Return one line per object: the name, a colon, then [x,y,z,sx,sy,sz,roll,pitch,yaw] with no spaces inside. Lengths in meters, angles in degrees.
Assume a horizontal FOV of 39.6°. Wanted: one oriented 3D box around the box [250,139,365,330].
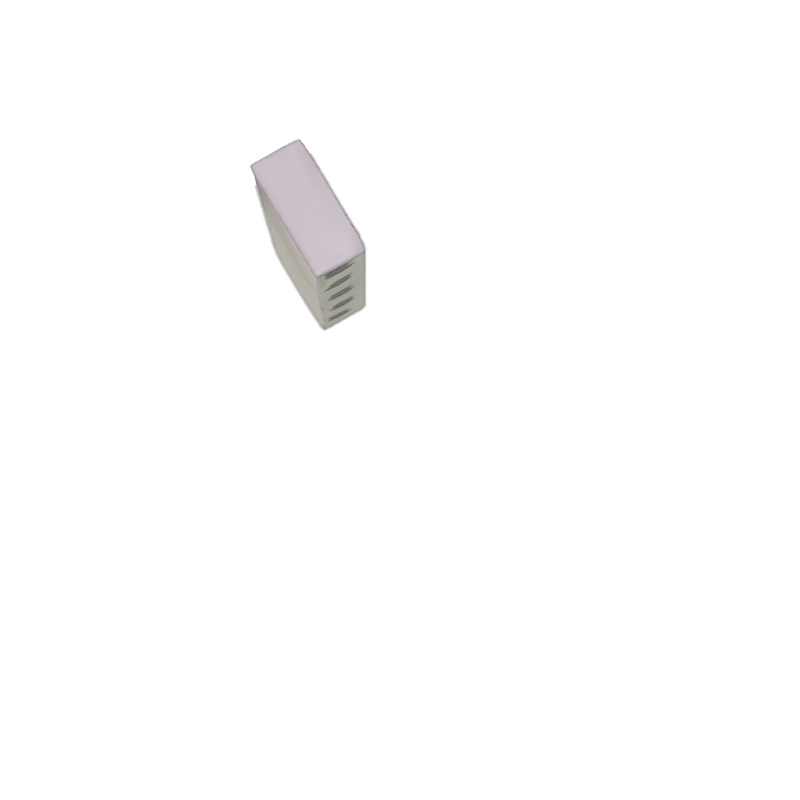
box: [-0.063,-0.116,0.813,0.048,0.096,0.171,-29,-7,-8]
